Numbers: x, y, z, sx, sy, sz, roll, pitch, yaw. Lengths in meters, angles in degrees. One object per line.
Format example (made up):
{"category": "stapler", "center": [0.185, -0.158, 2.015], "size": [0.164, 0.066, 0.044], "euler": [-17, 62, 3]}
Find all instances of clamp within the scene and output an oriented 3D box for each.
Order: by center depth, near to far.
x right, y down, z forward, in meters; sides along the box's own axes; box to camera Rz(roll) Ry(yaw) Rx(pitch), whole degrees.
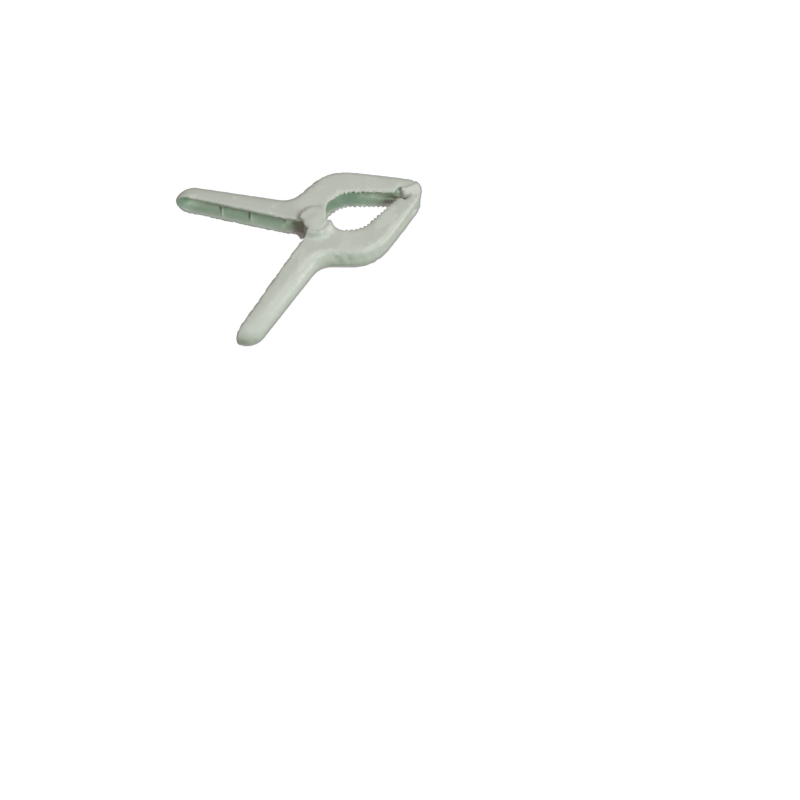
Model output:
{"category": "clamp", "center": [-0.075, -0.137, 0.956], "size": [0.208, 0.176, 0.034], "euler": [-15, -30, -9]}
